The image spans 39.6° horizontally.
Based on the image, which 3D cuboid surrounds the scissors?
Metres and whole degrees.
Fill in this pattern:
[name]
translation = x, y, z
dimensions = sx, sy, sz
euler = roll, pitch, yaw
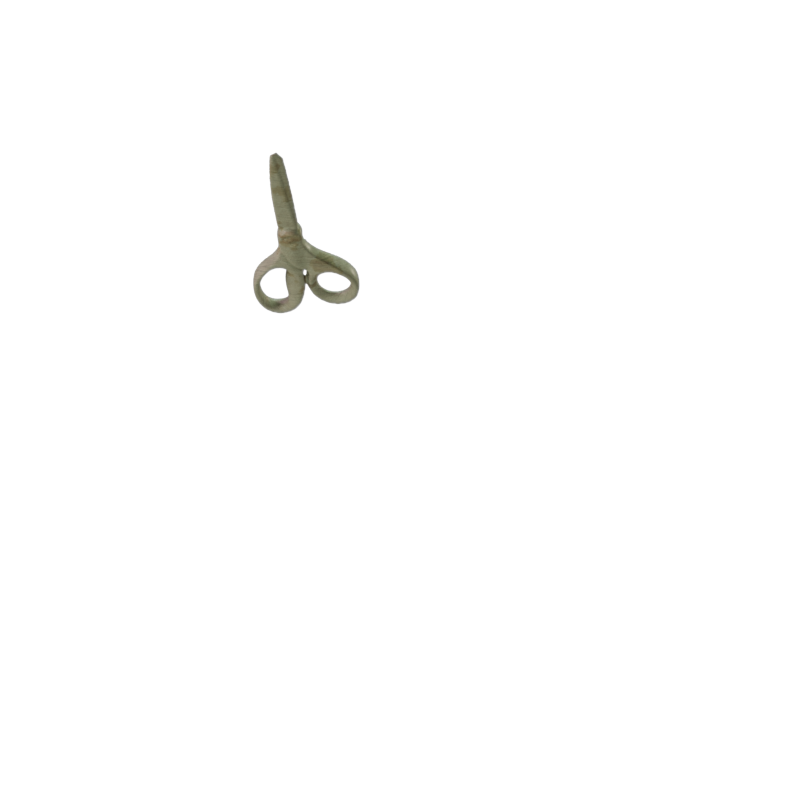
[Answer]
[scissors]
translation = -0.067, -0.123, 0.861
dimensions = 0.095, 0.017, 0.192
euler = 6, -29, -12
